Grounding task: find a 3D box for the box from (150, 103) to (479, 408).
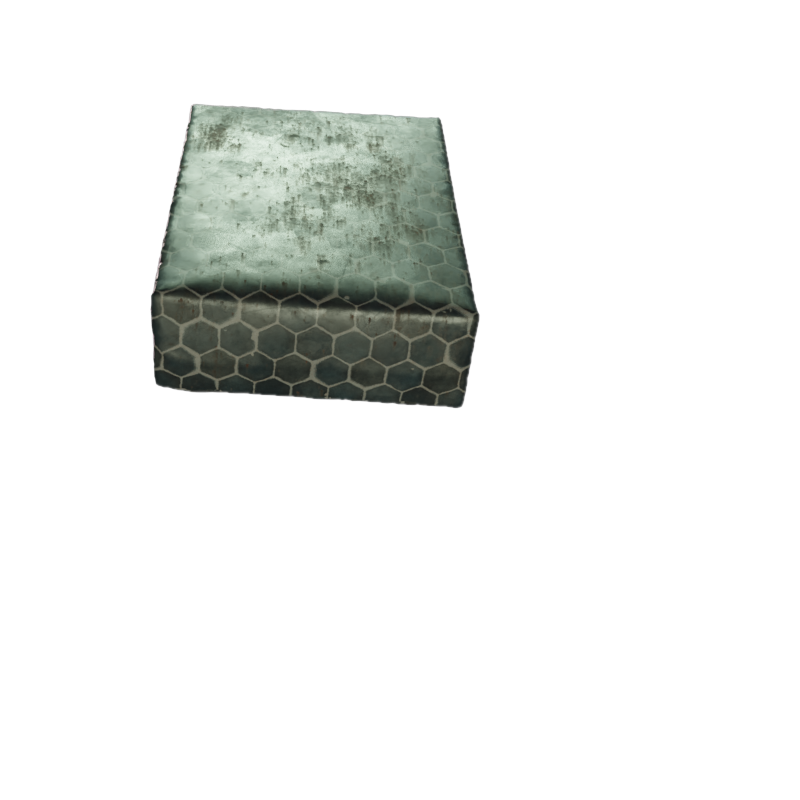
[{"bbox_3d":[-0.050,-0.092,0.645,0.163,0.067,0.229,2,38,-4],"label":"box"}]
